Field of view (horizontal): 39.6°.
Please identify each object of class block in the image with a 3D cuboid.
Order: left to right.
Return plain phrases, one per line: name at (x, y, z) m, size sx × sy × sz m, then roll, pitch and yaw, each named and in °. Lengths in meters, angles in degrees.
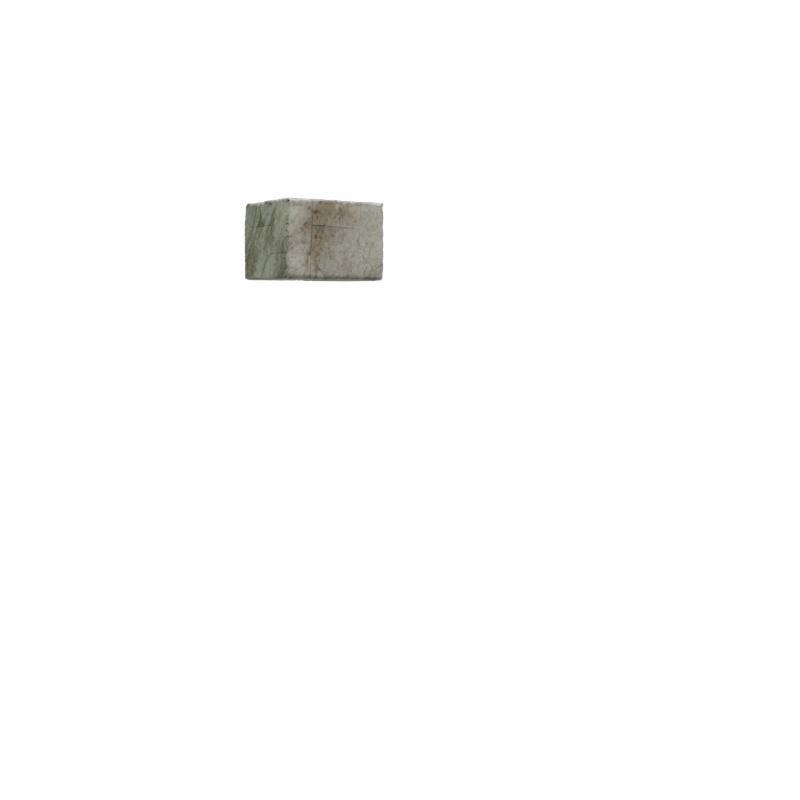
block at (-0.057, -0.103, 0.725) m, size 0.075 × 0.051 × 0.055 m, roll -2°, pitch 3°, yaw -37°
